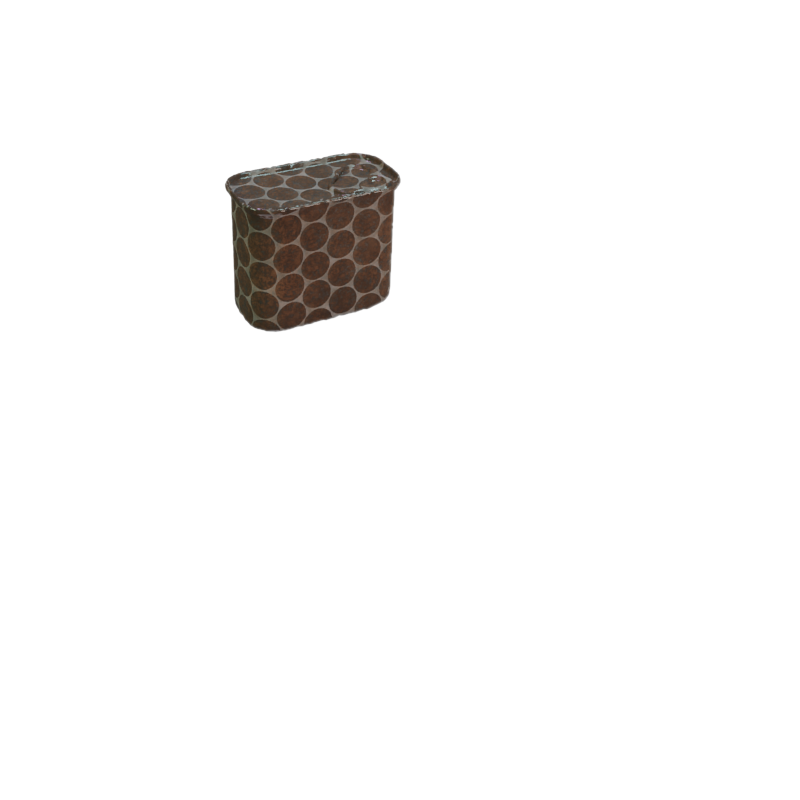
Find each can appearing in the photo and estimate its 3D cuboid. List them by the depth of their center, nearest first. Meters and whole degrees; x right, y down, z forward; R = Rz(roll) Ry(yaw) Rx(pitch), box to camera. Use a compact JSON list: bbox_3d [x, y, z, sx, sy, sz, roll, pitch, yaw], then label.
[{"bbox_3d":[-0.053,-0.096,0.675,0.100,0.079,0.062,-15,35,-23],"label":"can"}]
